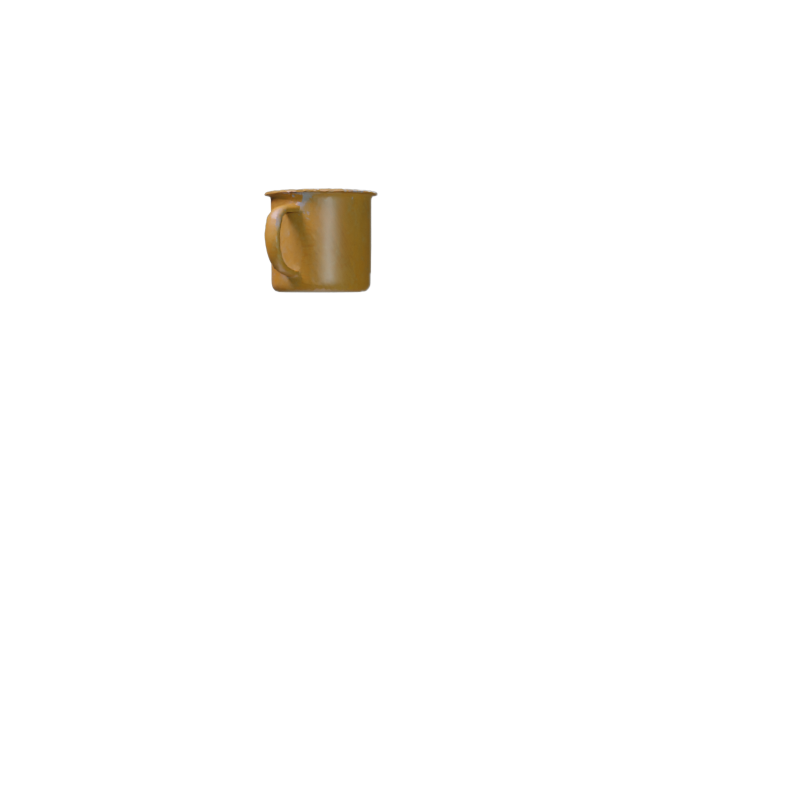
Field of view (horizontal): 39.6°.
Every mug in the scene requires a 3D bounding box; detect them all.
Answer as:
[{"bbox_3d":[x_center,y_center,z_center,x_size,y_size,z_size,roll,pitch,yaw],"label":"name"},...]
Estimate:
[{"bbox_3d":[-0.070,-0.128,0.897,0.096,0.081,0.114,2,4,29],"label":"mug"}]
